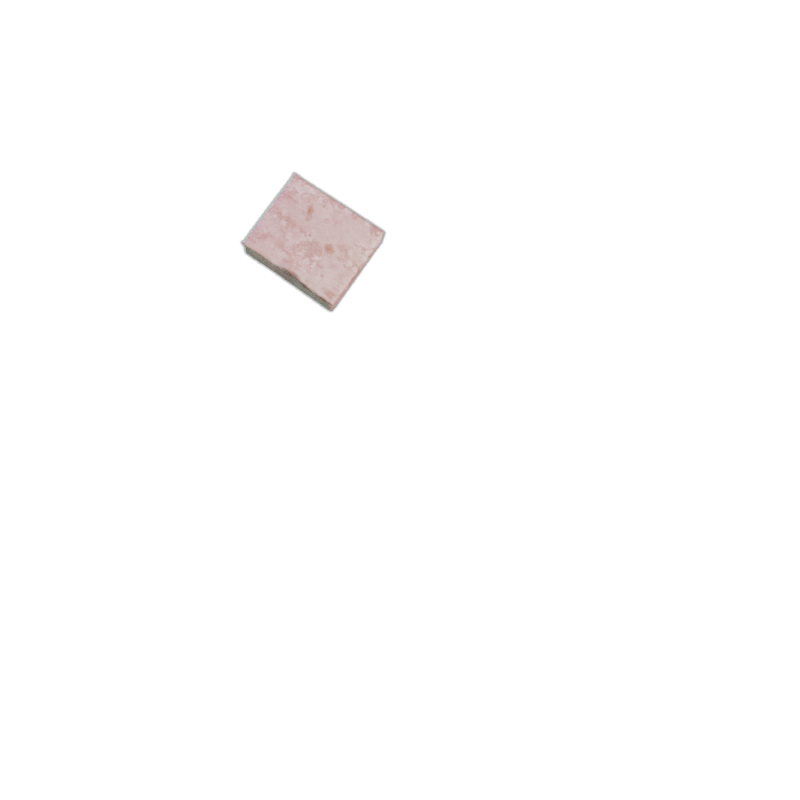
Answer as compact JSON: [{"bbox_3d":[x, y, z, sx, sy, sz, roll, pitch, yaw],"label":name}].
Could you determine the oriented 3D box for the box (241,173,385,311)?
[{"bbox_3d":[-0.069,-0.126,0.880,0.091,0.074,0.029,34,-12,8],"label":"box"}]
